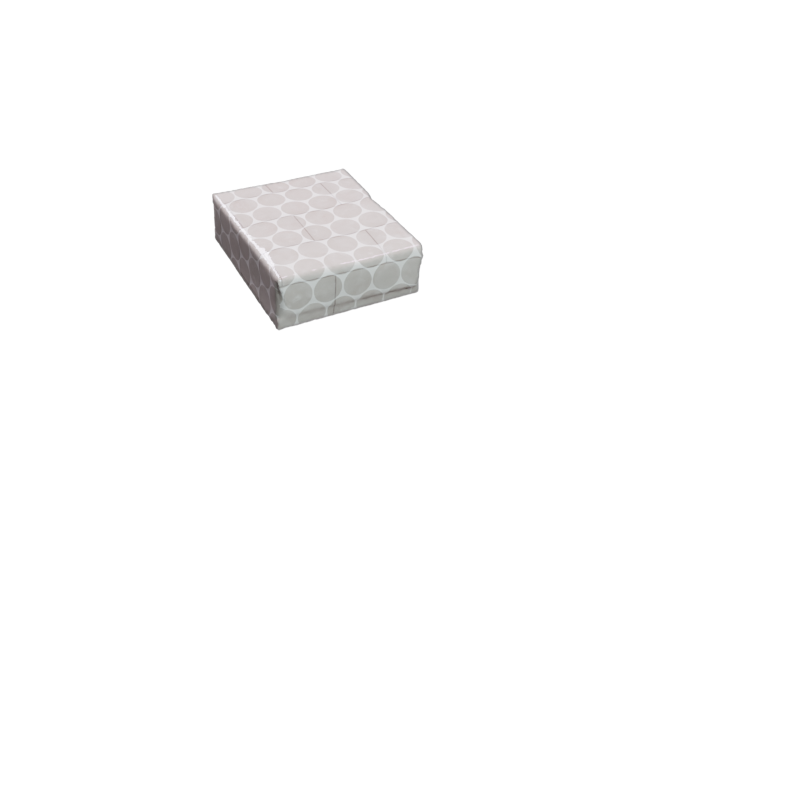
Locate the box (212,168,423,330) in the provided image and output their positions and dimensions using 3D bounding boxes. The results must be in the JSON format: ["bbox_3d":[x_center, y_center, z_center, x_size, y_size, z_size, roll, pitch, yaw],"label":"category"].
[{"bbox_3d":[-0.042,-0.076,0.533,0.072,0.028,0.096,-15,39,-20],"label":"box"}]
